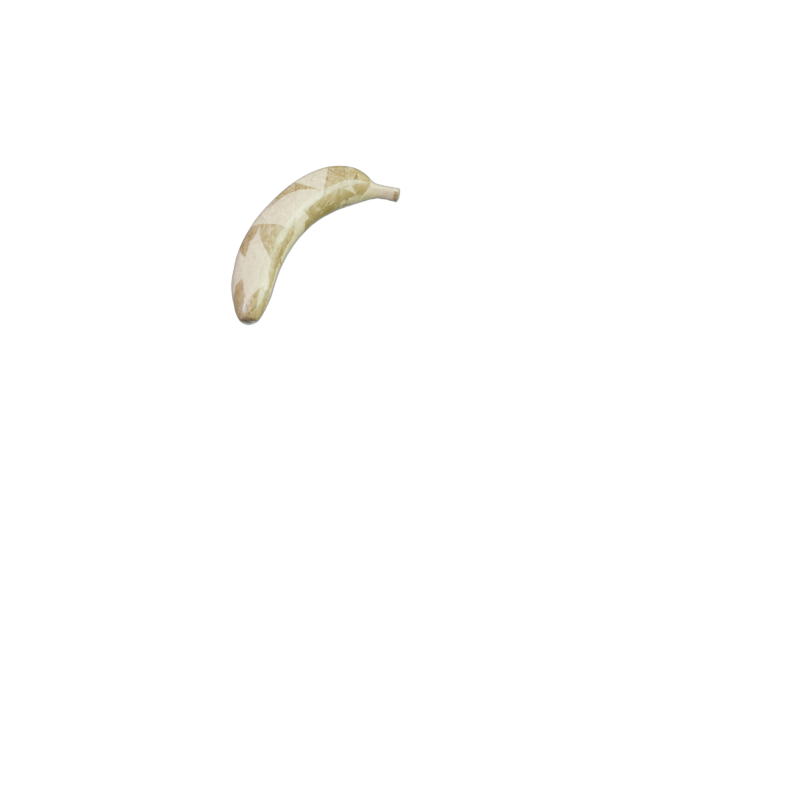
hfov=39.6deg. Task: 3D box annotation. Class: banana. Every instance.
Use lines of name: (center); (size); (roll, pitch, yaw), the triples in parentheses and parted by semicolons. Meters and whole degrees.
banana: (-0.082, -0.138, 0.893); (0.073, 0.034, 0.201); (29, 55, 22)
